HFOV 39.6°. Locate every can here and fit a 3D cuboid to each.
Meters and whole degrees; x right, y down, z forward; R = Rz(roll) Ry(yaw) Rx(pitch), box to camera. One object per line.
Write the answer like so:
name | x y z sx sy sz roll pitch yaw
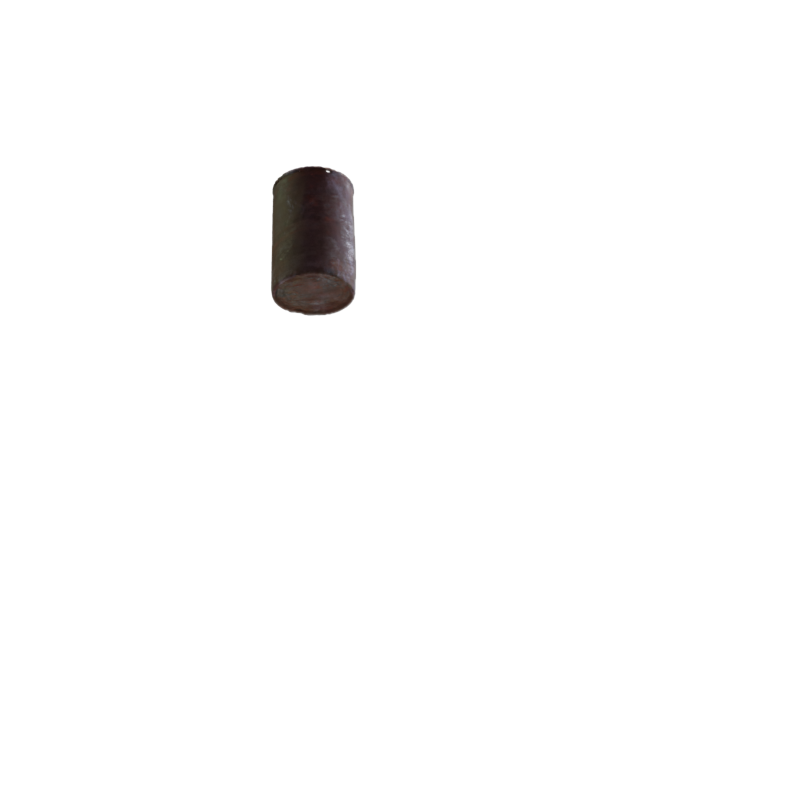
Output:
can | -0.070 -0.127 0.892 0.068 0.109 0.064 0 -30 -2
